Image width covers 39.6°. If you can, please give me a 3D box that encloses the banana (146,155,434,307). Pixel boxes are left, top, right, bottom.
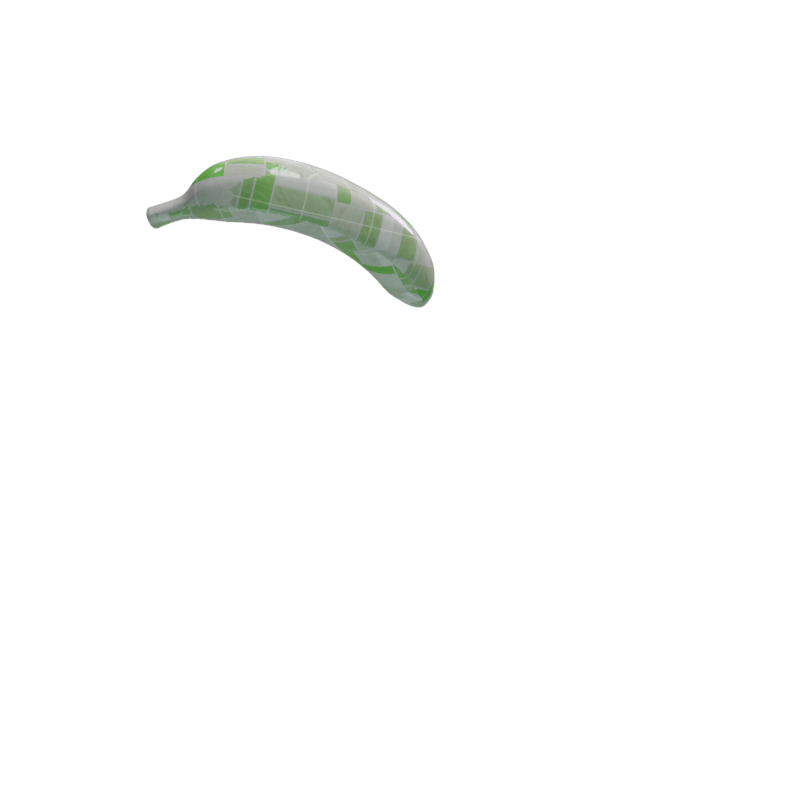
[{"bbox_3d":[-0.041,-0.097,0.625,0.187,0.039,0.069,16,-28,-34],"label":"banana"}]
